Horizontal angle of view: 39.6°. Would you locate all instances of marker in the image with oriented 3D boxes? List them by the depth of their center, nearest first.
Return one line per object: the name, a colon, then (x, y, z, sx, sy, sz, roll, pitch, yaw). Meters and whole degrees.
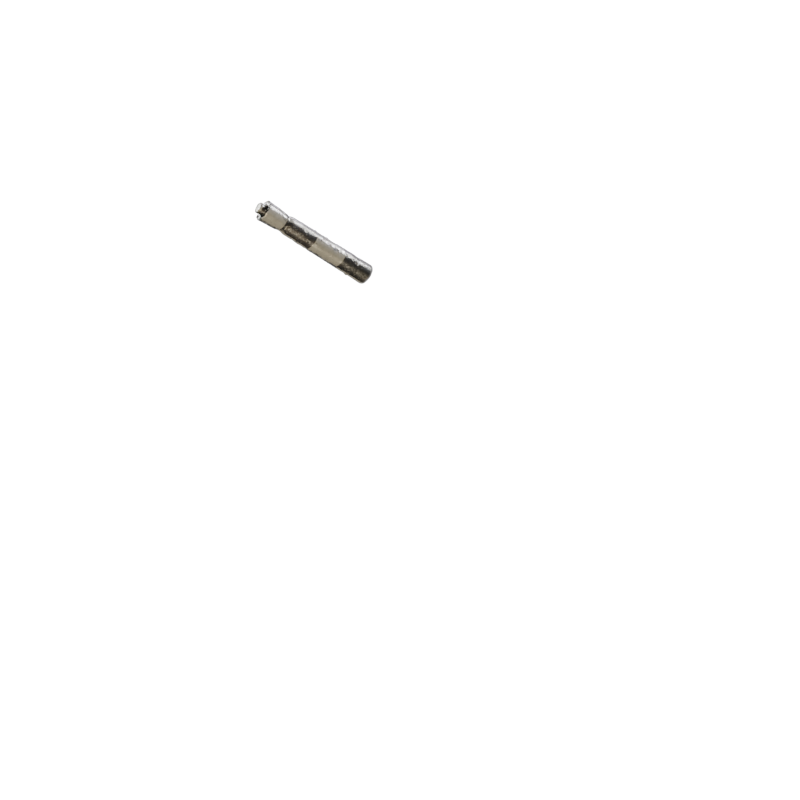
marker: (-0.075, -0.137, 0.960, 0.115, 0.020, 0.020, 30, -11, -25)
